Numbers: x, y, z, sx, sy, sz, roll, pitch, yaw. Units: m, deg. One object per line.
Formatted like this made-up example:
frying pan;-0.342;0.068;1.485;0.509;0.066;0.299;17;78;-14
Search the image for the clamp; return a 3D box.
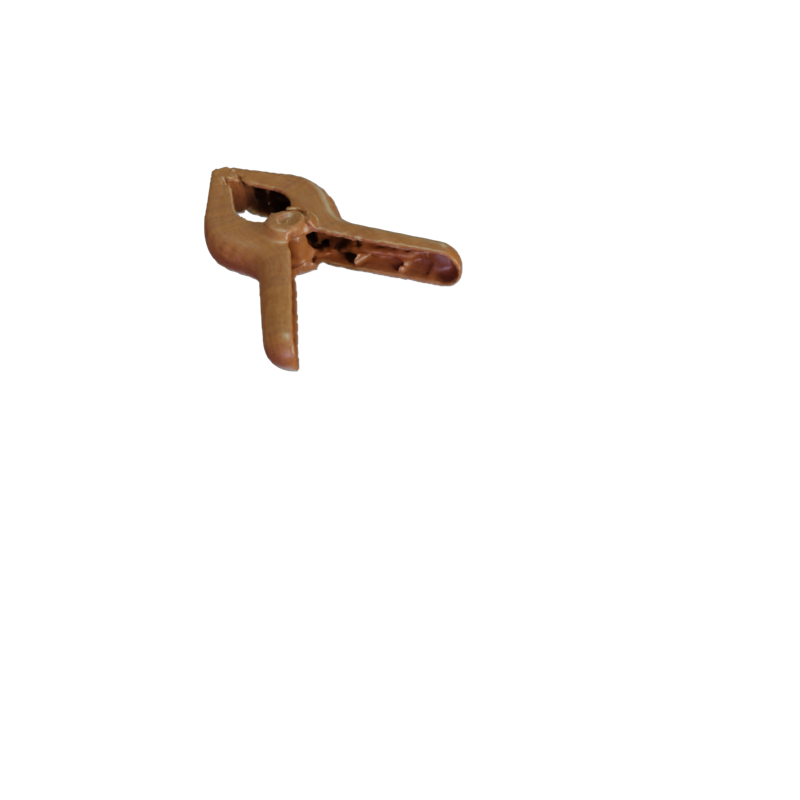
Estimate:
clamp;-0.049;-0.090;0.630;0.119;0.037;0.186;-18;45;-20
